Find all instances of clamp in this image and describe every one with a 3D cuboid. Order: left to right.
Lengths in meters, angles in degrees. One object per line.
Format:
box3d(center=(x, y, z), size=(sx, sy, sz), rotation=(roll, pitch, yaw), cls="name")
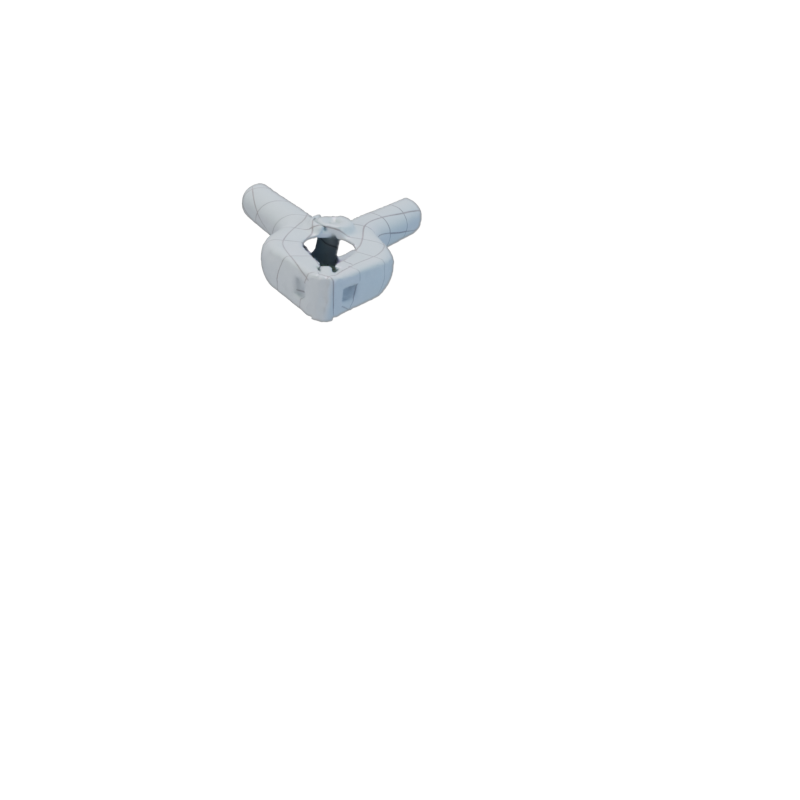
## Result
box3d(center=(-0.054, -0.098, 0.688), size=(0.122, 0.037, 0.177), rotation=(3, 25, 7), cls="clamp")
